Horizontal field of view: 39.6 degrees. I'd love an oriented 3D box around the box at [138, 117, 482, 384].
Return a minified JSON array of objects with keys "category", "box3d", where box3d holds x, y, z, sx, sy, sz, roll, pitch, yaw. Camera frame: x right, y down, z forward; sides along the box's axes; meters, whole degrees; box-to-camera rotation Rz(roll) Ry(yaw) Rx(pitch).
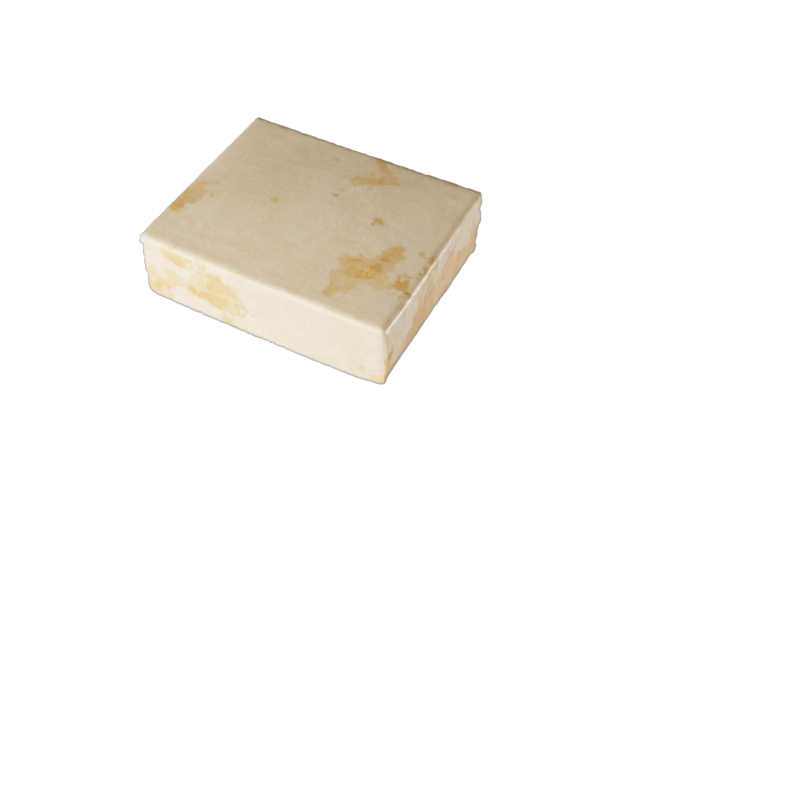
[{"category":"box","box3d":[-0.036,-0.065,0.458,0.118,0.036,0.093,23,52,18]}]
